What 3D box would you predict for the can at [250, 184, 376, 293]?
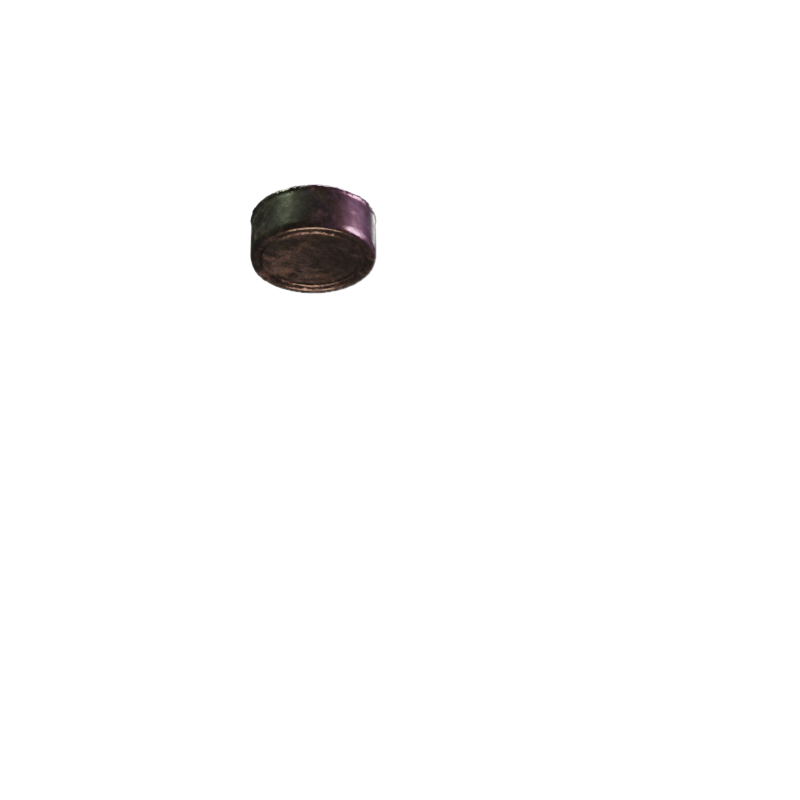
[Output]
[{"bbox_3d":[-0.058,-0.107,0.747,0.086,0.036,0.081,1,-28,-2],"label":"can"}]
